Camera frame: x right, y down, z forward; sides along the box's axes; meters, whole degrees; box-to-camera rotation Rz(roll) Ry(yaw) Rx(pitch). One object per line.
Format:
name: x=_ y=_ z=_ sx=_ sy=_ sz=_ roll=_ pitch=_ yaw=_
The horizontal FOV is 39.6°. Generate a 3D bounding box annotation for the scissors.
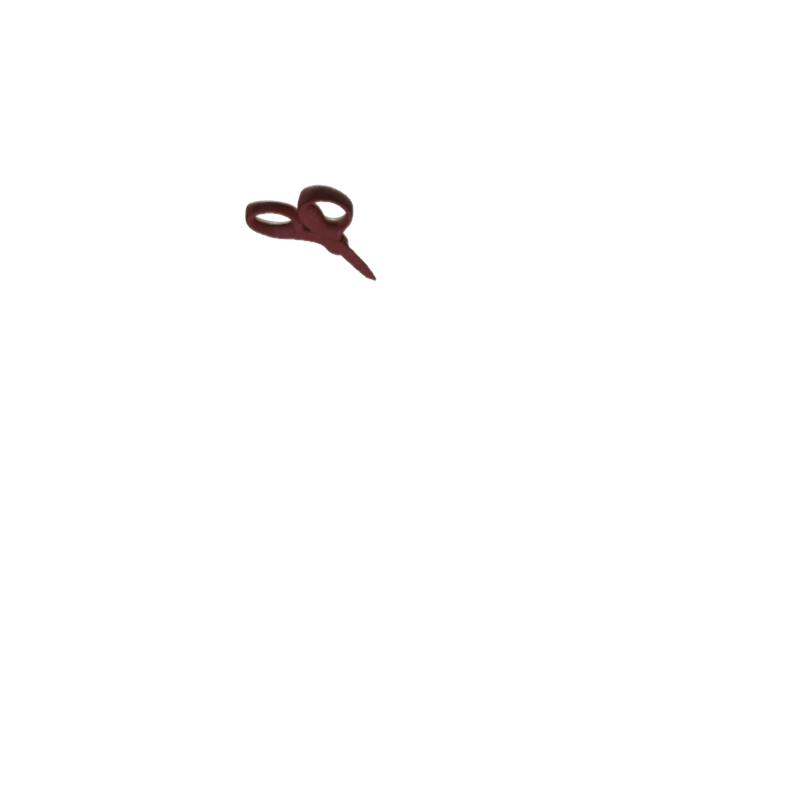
scissors: x=-0.074 y=-0.135 z=0.942 sx=0.097 sy=0.016 sz=0.192 roll=-1 pitch=-15 yaw=3
